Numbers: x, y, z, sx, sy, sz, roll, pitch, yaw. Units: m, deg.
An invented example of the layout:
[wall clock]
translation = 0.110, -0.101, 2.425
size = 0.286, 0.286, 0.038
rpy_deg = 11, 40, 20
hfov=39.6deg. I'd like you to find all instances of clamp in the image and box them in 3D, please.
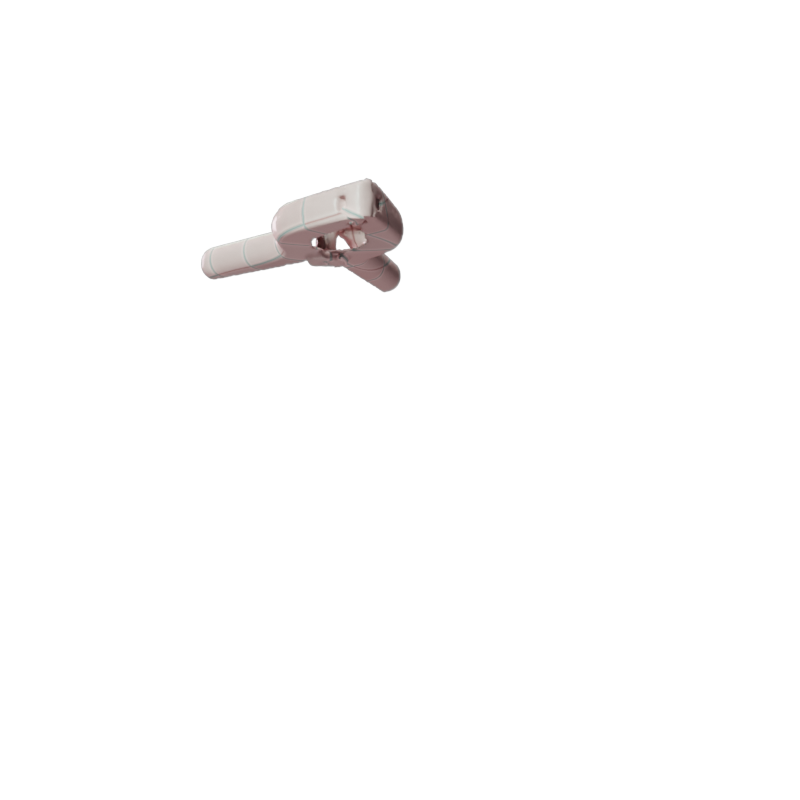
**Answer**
[clamp]
translation = -0.065, -0.118, 0.825
size = 0.163, 0.037, 0.206
rpy_deg = 1, -9, -9
